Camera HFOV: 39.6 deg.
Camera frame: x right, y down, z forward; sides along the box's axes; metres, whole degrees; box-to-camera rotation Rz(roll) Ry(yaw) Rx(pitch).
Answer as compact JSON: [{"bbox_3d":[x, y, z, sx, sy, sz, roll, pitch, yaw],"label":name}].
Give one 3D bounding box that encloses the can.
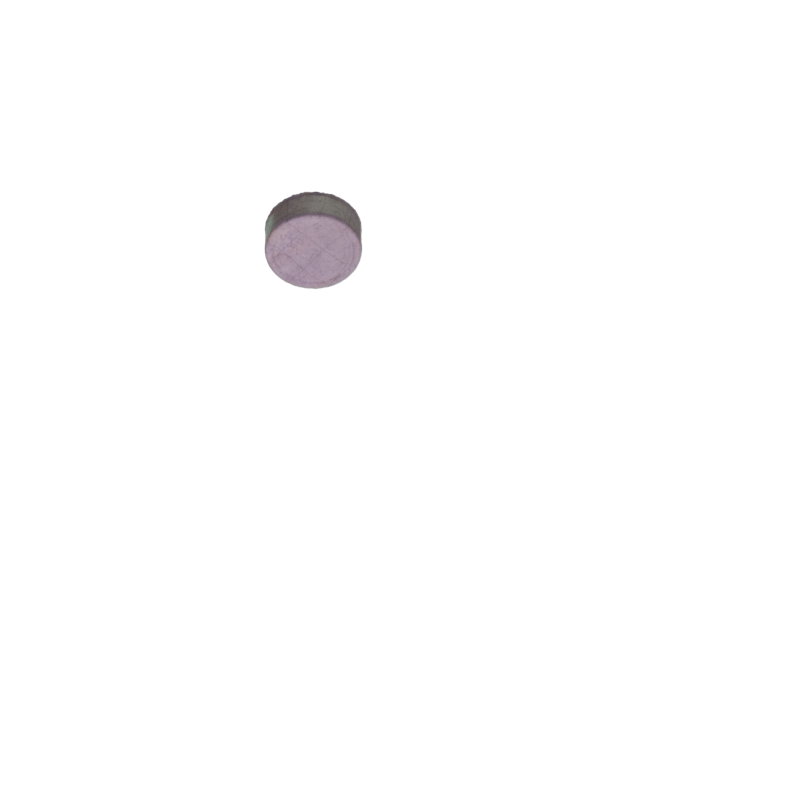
[{"bbox_3d":[-0.076,-0.138,0.966,0.086,0.080,0.036,1,44,-1],"label":"can"}]
